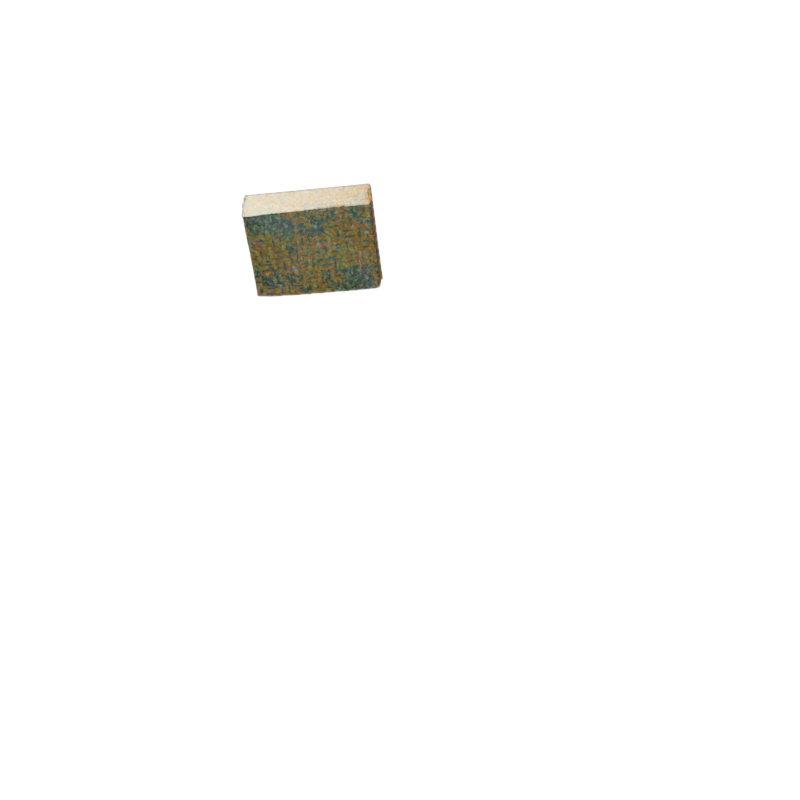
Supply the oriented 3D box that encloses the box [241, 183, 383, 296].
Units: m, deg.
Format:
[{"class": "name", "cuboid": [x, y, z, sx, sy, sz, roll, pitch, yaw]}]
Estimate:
[{"class": "box", "cuboid": [-0.076, -0.138, 0.966, 0.114, 0.084, 0.042, -5, 36, 3]}]
